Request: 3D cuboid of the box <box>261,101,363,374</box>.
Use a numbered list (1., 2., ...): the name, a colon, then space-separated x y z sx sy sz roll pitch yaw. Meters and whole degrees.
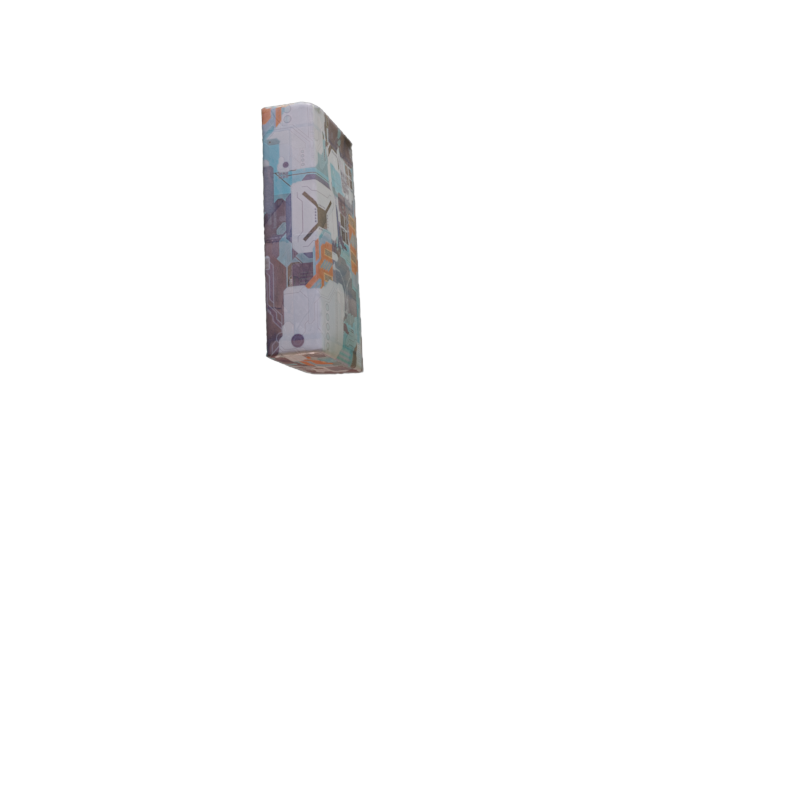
1. box: -0.060 -0.111 0.774 0.049 0.182 0.089 -5 -14 16
